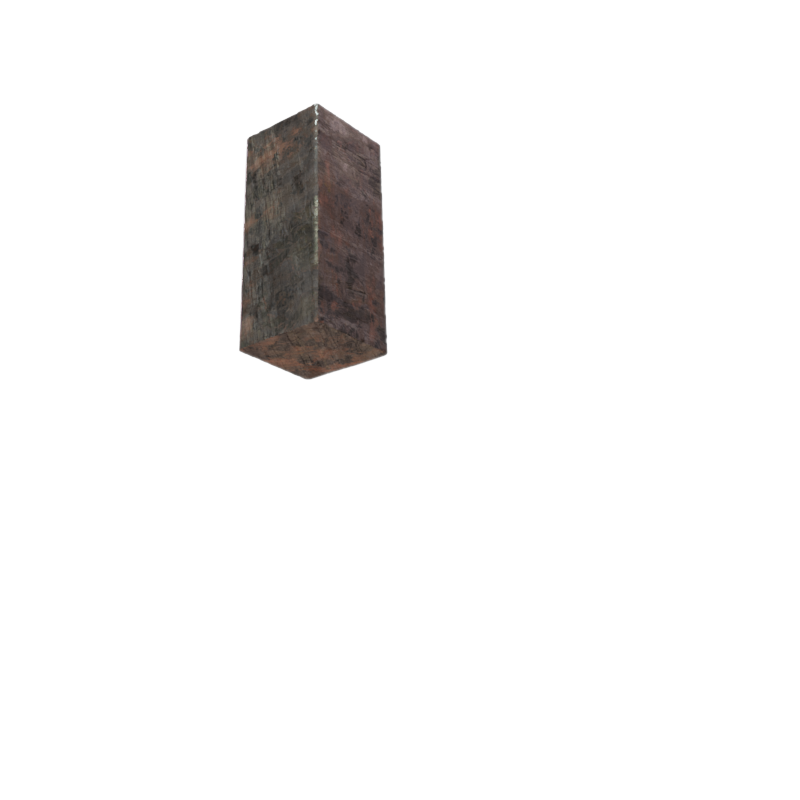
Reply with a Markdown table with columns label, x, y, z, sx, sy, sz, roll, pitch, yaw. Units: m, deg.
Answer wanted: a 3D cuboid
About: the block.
| label | x | y | z | sx | sy | sz | roll | pitch | yaw |
| --- | --- | --- | --- | --- | --- | --- | --- | --- | --- |
| block | -0.075 | -0.136 | 0.953 | 0.091 | 0.219 | 0.085 | -21 | -32 | 34 |
